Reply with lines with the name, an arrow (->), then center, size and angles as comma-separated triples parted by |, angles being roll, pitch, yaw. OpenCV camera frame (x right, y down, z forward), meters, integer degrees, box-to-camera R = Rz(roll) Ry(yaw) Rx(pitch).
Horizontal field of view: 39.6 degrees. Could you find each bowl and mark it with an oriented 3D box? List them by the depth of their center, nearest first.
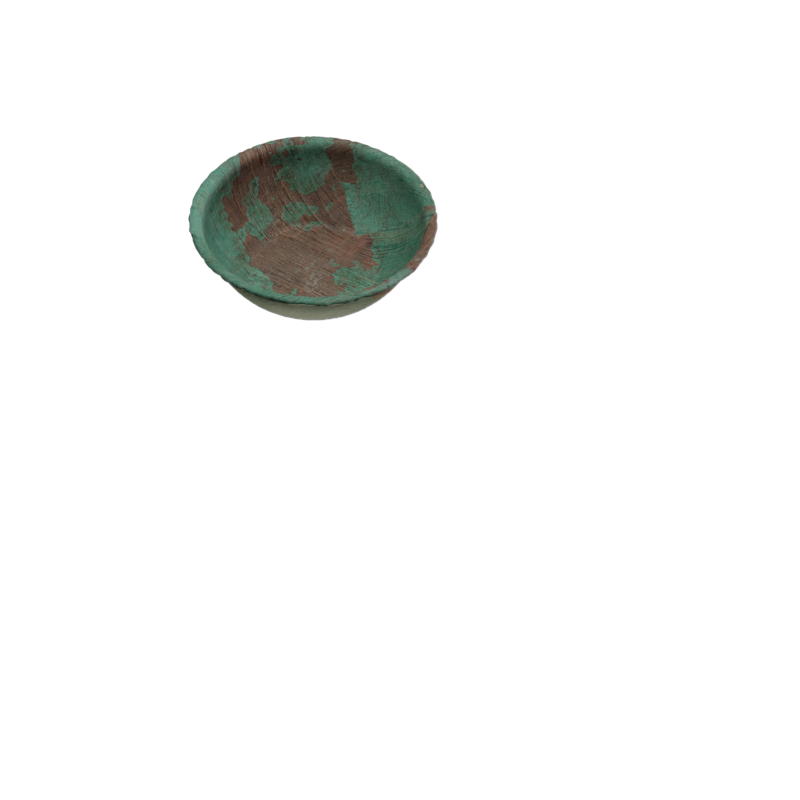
bowl -> -0.058, -0.105, 0.738 | 0.162, 0.174, 0.051 | -1, -42, -1
